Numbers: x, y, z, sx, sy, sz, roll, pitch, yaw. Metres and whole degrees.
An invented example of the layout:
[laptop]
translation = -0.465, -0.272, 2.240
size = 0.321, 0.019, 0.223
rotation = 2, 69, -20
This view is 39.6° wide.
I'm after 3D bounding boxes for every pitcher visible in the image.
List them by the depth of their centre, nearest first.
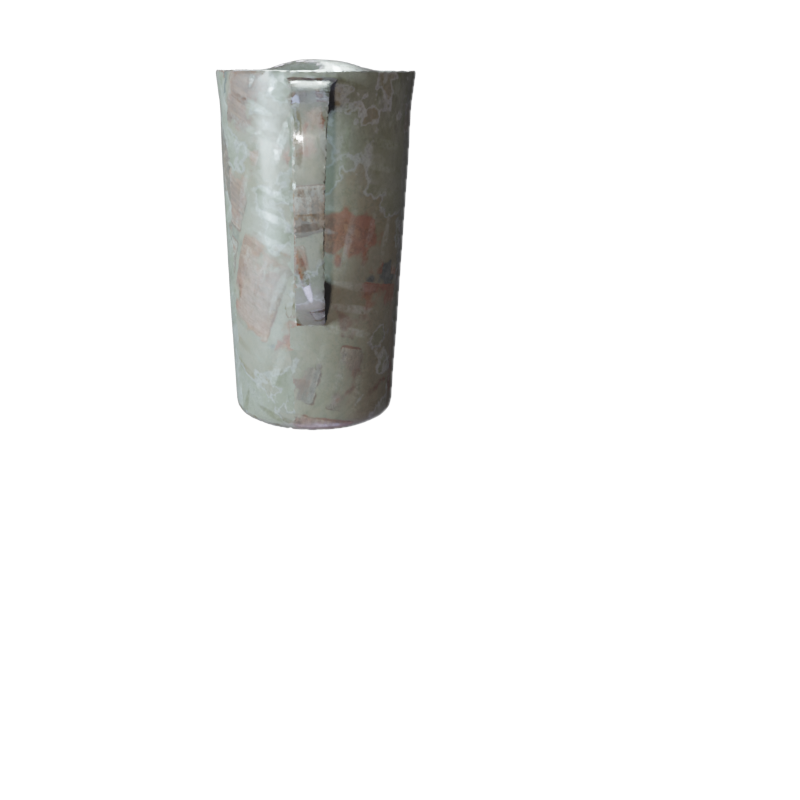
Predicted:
[pitcher]
translation = -0.059, -0.107, 0.748
size = 0.152, 0.238, 0.145
rotation = 10, 14, 42
